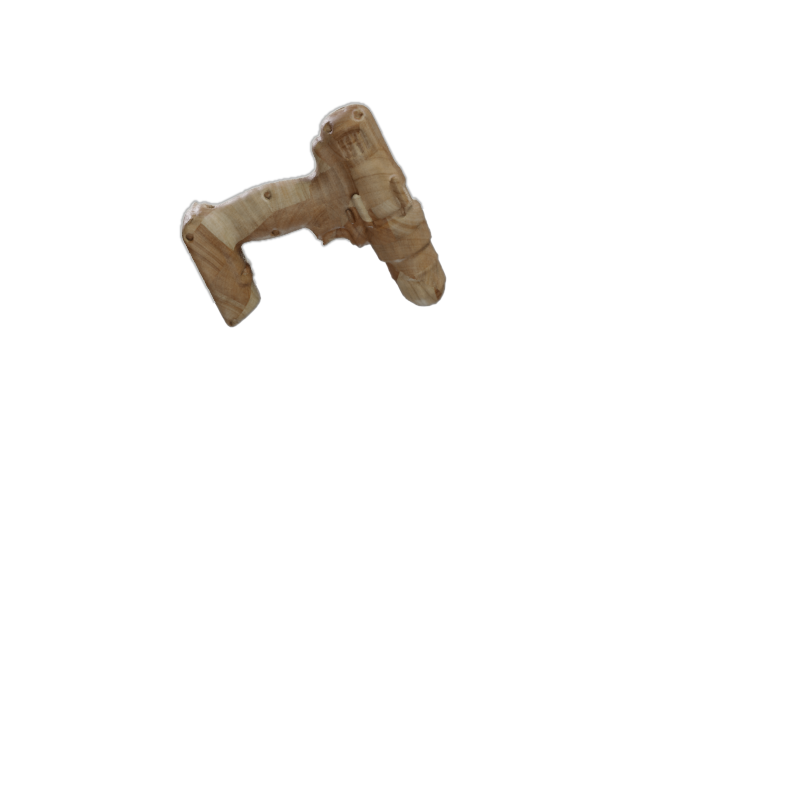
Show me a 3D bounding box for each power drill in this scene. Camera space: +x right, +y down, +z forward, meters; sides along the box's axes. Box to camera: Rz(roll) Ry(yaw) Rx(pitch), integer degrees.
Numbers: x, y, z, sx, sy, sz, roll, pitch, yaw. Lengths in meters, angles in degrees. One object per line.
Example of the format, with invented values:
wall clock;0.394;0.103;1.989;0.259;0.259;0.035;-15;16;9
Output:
power drill;-0.072;-0.131;0.920;0.188;0.176;0.060;-24;17;7
